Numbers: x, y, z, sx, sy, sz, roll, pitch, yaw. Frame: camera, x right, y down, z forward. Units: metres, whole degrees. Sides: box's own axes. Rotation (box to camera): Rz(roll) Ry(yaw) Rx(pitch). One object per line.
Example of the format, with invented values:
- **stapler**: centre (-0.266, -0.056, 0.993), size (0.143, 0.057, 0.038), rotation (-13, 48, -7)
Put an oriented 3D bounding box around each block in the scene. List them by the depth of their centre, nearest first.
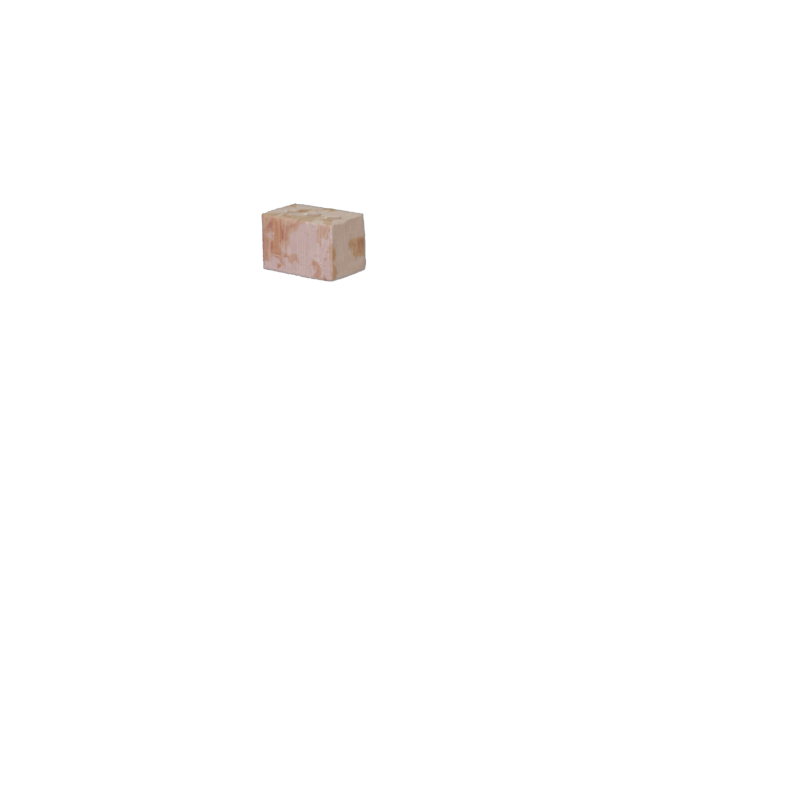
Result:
- **block**: centre (-0.076, -0.139, 0.971), size (0.082, 0.049, 0.052), rotation (13, 22, 31)
